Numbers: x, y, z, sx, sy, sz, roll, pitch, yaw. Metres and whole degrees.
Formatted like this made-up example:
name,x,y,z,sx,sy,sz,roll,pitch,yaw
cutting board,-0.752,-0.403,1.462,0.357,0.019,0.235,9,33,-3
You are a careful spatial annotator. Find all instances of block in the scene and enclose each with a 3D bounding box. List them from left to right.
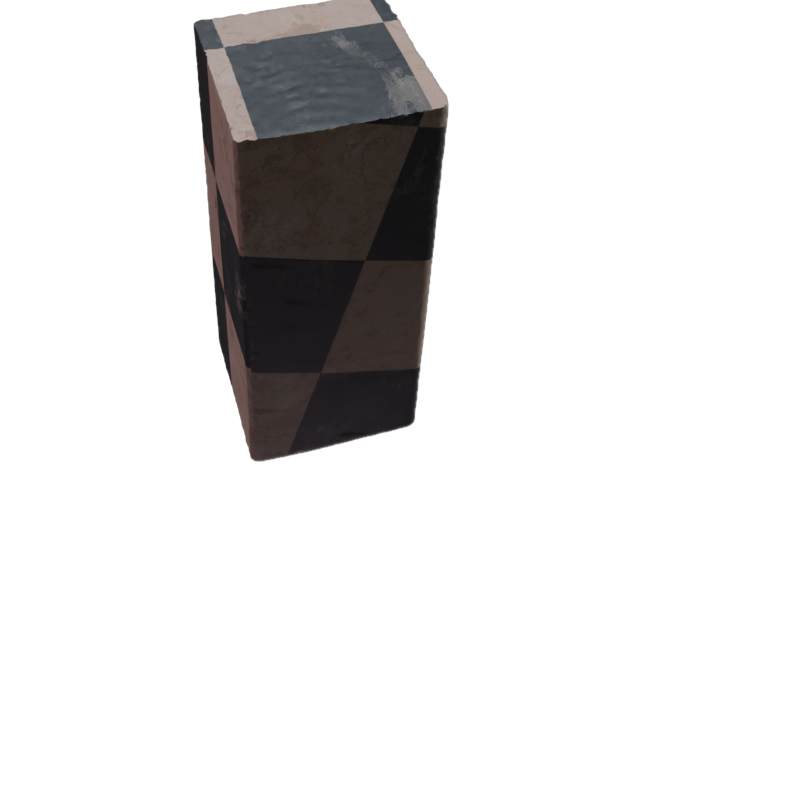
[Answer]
name,x,y,z,sx,sy,sz,roll,pitch,yaw
block,-0.041,-0.075,0.529,0.089,0.098,0.192,-11,-41,-14
